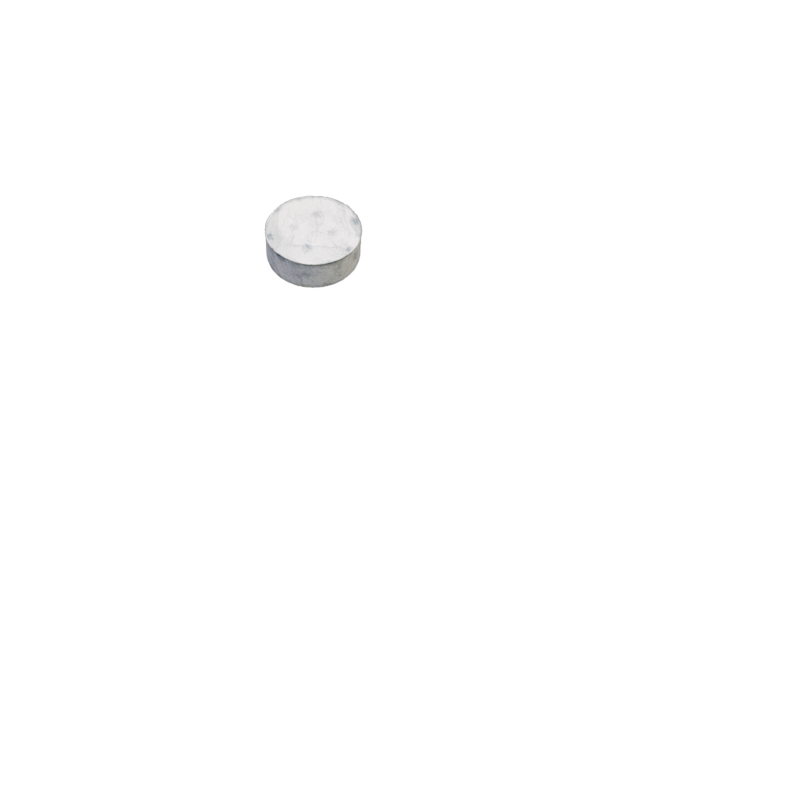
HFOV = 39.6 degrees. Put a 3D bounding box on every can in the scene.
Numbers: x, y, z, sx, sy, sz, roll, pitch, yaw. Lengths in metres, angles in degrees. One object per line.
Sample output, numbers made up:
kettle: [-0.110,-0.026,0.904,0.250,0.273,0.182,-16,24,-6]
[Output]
can: [-0.077,-0.141,0.984,0.086,0.092,0.031,-1,-41,-1]
